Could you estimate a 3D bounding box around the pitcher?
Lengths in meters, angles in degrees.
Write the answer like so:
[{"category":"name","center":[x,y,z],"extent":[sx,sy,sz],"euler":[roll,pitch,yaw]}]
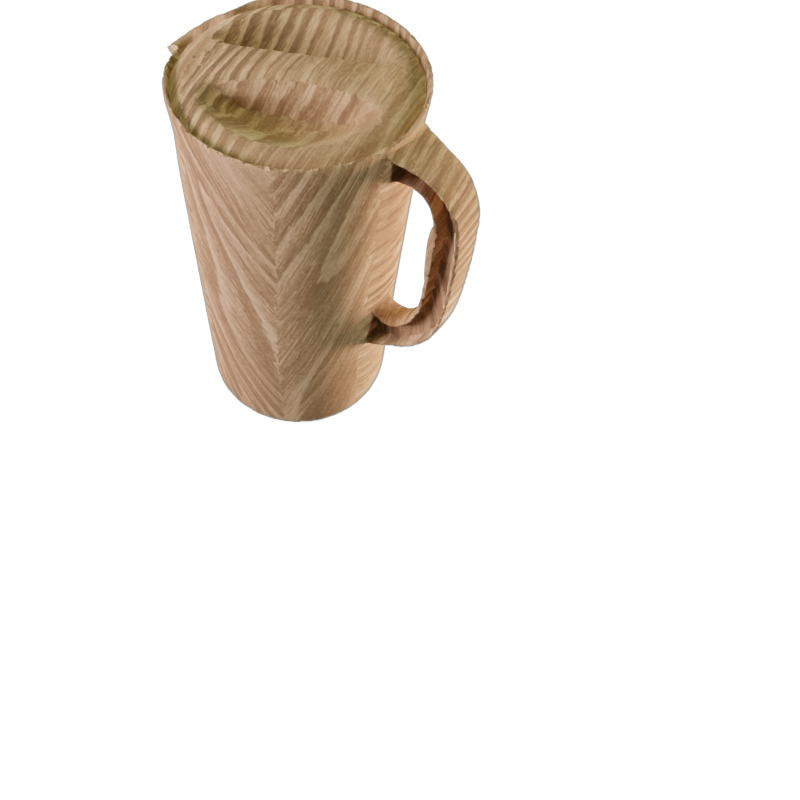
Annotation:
[{"category":"pitcher","center":[-0.049,-0.089,0.621],"extent":[0.144,0.161,0.227],"euler":[-6,-37,-8]}]
